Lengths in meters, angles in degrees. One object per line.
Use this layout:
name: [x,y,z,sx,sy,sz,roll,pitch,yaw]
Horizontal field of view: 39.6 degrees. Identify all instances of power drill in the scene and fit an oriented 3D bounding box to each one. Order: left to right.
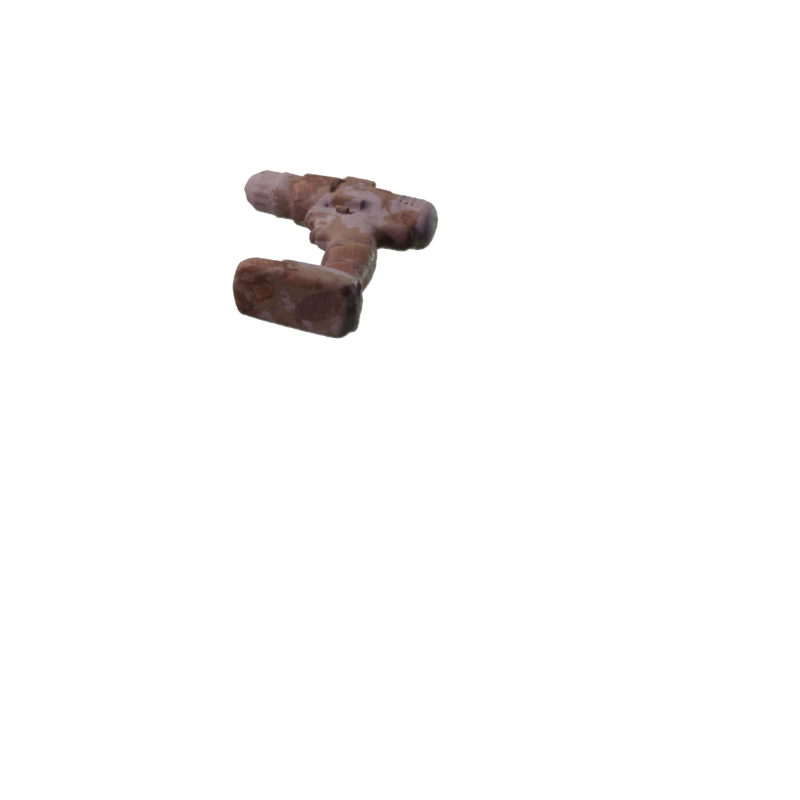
power drill: [-0.076,-0.138,0.965,0.189,0.054,0.195,12,39,14]
